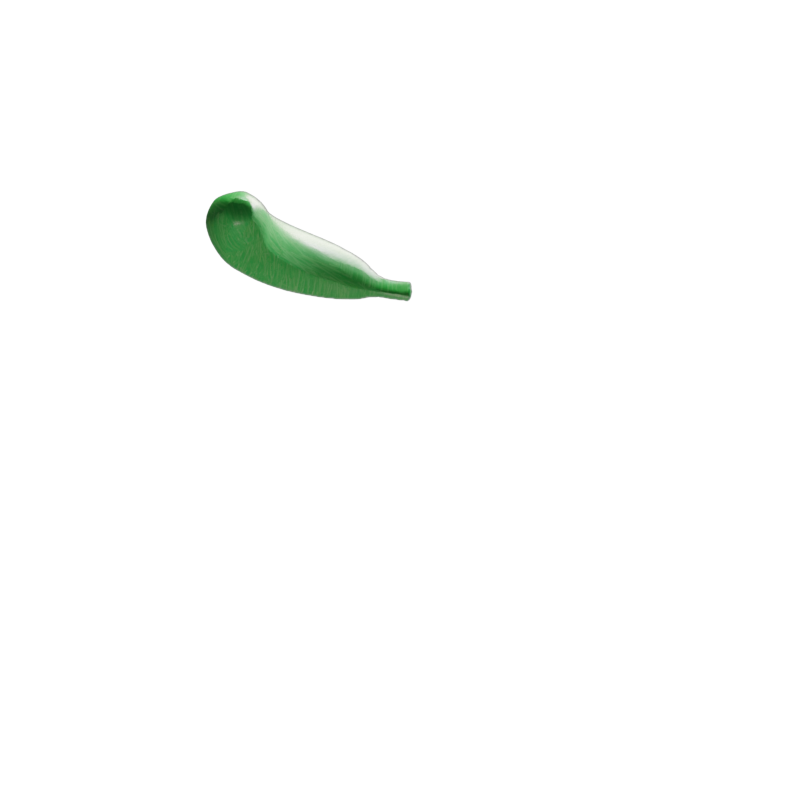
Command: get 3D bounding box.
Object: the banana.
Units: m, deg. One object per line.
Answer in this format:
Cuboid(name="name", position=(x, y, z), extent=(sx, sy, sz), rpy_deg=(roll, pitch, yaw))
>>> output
Cuboid(name="banana", position=(-0.064, -0.088, 0.642), extent=(0.071, 0.038, 0.187), rpy_deg=(-5, -8, 28))
